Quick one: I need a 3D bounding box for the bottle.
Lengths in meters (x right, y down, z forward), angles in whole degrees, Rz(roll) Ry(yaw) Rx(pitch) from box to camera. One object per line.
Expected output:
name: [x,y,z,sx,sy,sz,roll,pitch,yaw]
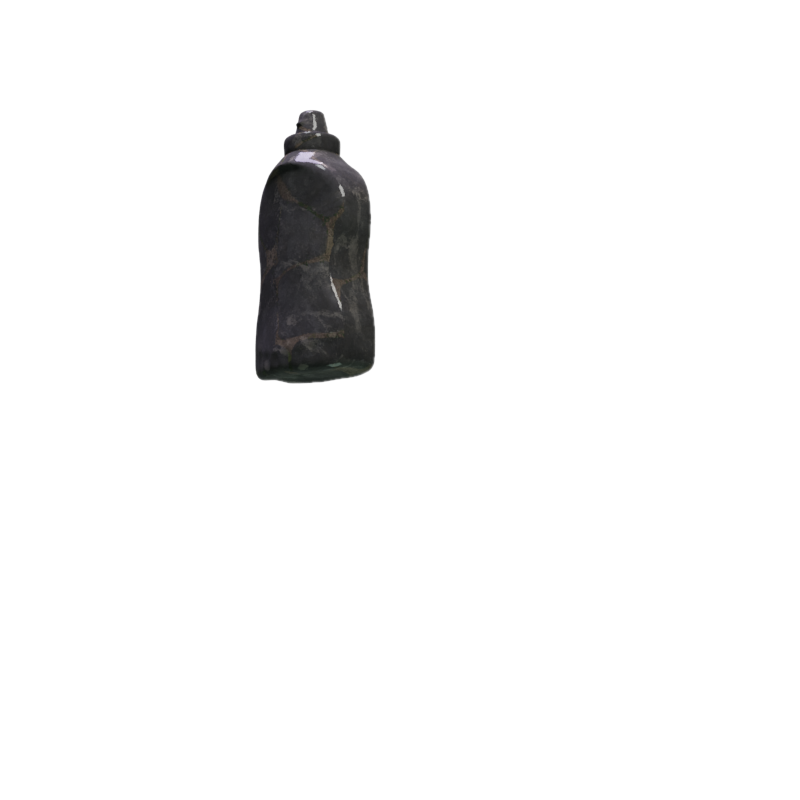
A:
bottle: [-0.062,-0.112,0.782,0.055,0.198,0.098,11,-17,-40]
